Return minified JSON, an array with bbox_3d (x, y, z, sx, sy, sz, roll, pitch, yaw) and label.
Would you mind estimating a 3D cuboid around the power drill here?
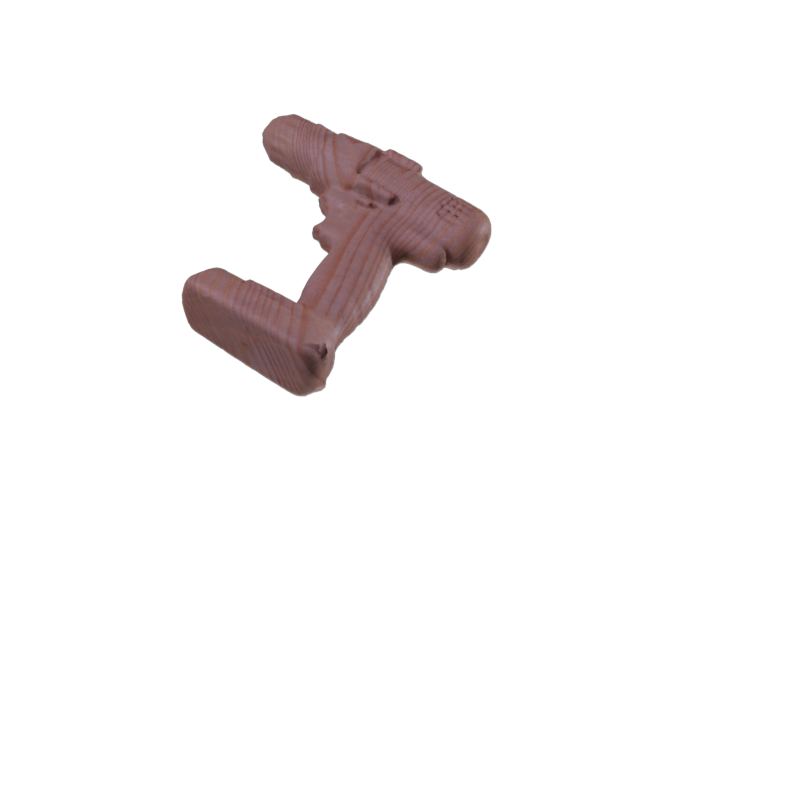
[{"bbox_3d":[-0.058,-0.106,0.742,0.193,0.192,0.053,29,-32,21],"label":"power drill"}]
